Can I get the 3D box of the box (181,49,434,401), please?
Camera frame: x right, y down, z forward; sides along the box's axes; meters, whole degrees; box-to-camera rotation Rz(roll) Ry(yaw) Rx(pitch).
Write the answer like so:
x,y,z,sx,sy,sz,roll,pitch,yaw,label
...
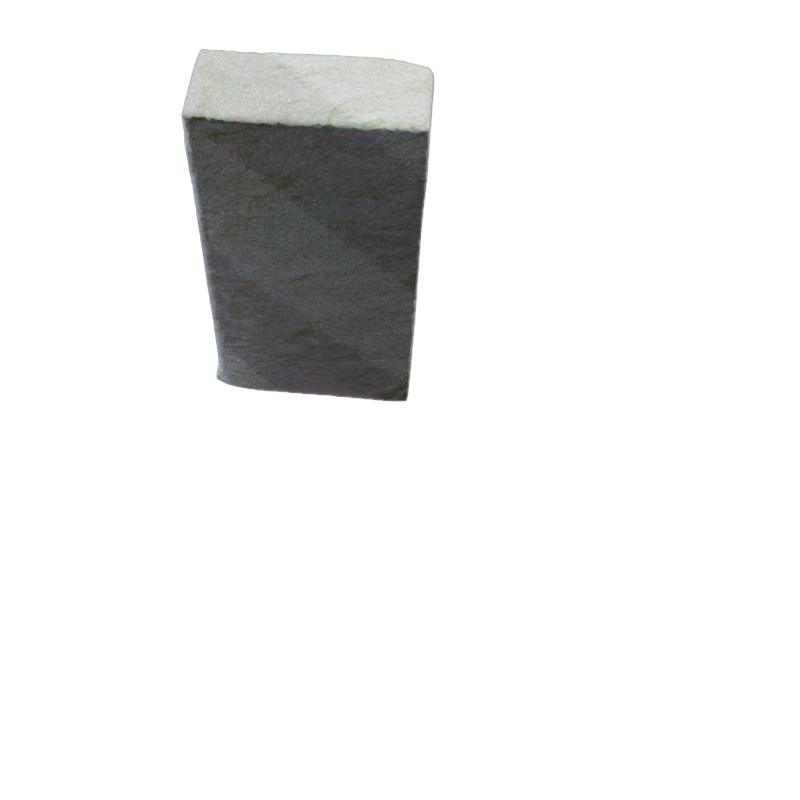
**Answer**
x,y,z,sx,sy,sz,roll,pitch,yaw,label
-0.037,-0.068,0.474,0.094,0.051,0.164,6,-39,2,box
